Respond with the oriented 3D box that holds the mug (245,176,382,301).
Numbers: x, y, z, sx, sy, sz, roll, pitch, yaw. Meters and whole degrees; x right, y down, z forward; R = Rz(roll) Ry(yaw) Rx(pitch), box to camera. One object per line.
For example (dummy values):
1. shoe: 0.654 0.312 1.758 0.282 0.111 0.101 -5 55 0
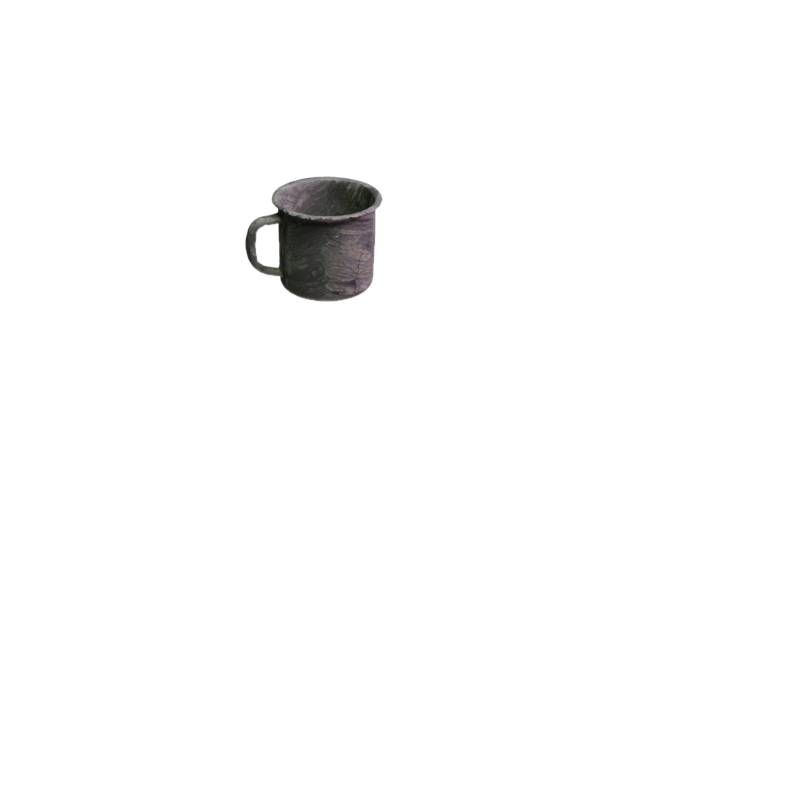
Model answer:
1. mug: -0.074 -0.135 0.944 0.115 0.077 0.100 -9 31 -17
